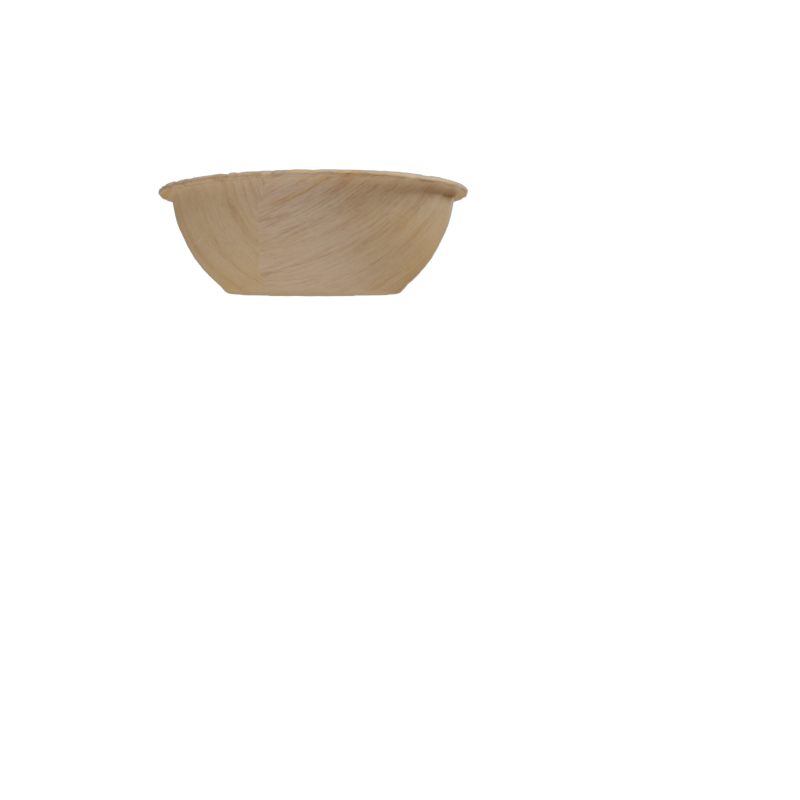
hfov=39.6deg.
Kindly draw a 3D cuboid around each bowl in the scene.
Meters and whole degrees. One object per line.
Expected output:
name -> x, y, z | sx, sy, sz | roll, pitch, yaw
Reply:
bowl -> -0.045, -0.083, 0.581 | 0.162, 0.055, 0.162 | 0, 3, -2
